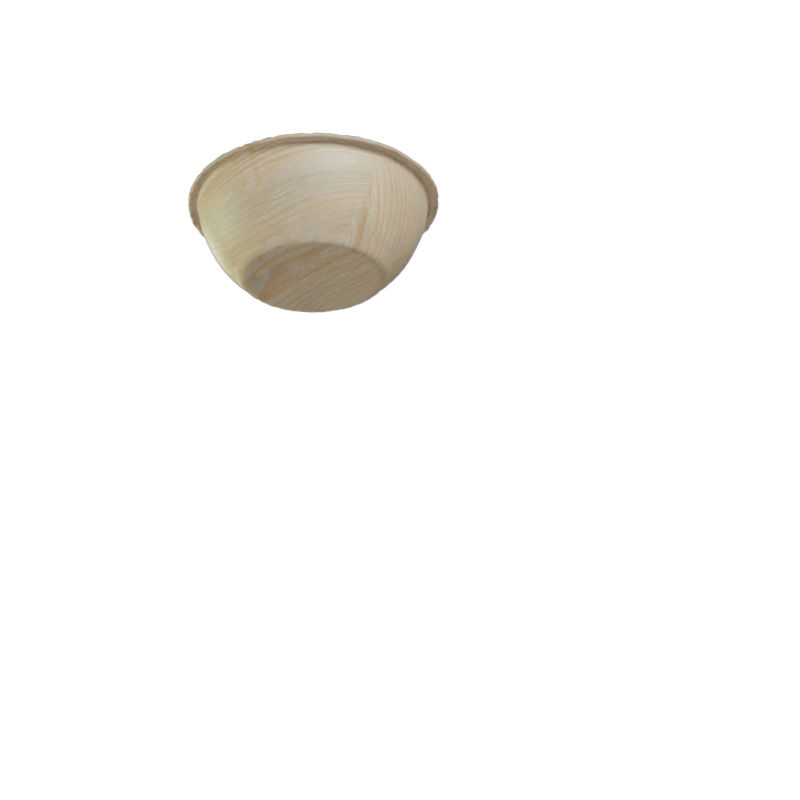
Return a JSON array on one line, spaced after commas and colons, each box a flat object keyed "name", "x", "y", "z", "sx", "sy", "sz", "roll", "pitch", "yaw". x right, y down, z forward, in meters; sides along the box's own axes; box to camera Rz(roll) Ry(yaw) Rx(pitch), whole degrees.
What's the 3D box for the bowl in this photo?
[{"name": "bowl", "x": -0.055, "y": -0.100, "z": 0.702, "sx": 0.162, "sy": 0.058, "sz": 0.153, "roll": 1, "pitch": -25, "yaw": -2}]
